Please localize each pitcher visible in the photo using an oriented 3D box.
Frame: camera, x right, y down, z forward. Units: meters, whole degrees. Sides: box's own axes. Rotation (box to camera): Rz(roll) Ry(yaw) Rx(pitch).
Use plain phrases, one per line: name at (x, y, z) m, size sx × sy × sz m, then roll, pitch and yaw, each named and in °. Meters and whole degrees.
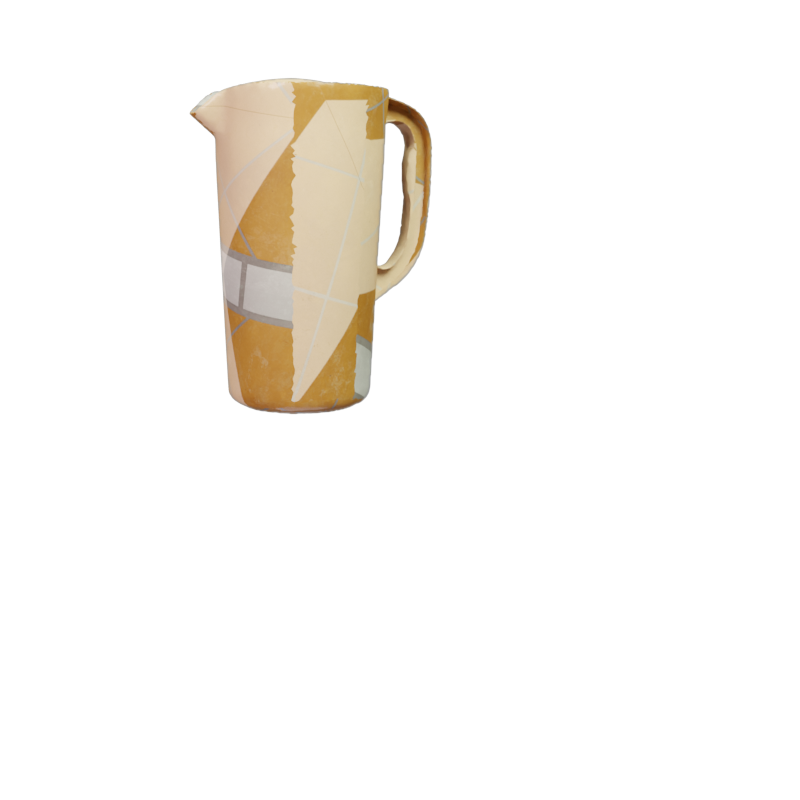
pitcher at (-0.066, -0.120, 0.838) m, size 0.153 × 0.240 × 0.143 m, roll 3°, pitch 6°, yaw 21°
